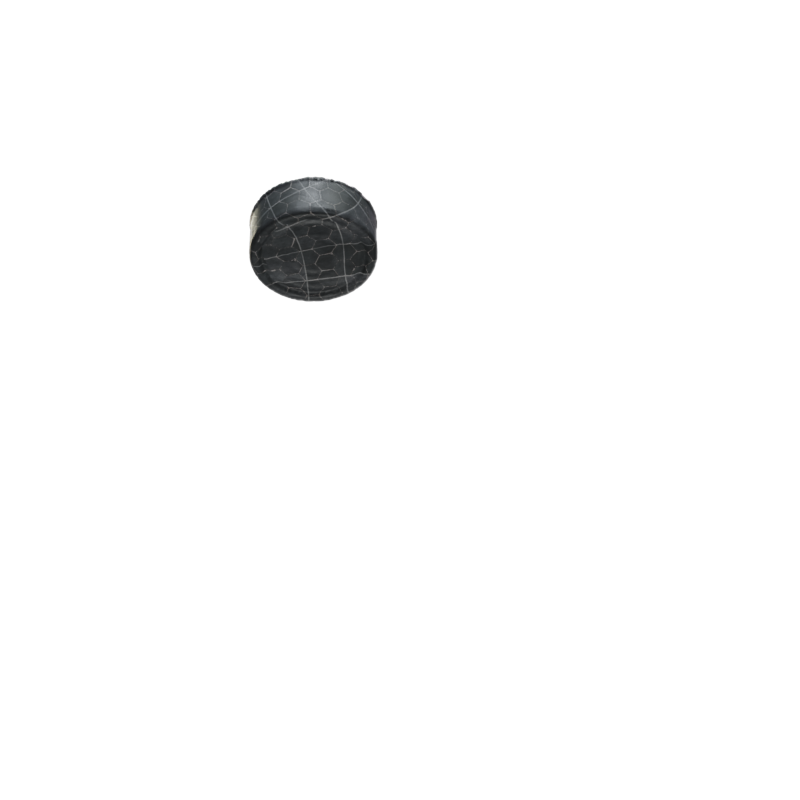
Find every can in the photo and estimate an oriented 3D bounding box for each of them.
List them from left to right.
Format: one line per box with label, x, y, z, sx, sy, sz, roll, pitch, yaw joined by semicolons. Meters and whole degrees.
can;-0.057;-0.105;0.733;0.086;0.036;0.080;1;-41;-1
